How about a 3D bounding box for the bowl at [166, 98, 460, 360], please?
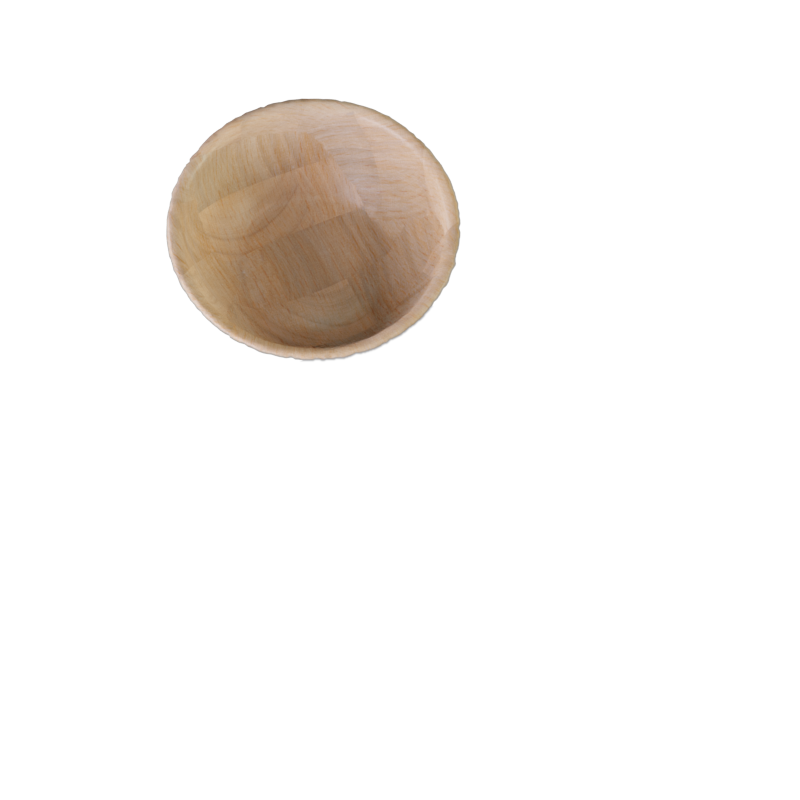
[{"bbox_3d":[-0.049,-0.090,0.632,0.162,0.171,0.052,-1,-24,-1],"label":"bowl"}]
